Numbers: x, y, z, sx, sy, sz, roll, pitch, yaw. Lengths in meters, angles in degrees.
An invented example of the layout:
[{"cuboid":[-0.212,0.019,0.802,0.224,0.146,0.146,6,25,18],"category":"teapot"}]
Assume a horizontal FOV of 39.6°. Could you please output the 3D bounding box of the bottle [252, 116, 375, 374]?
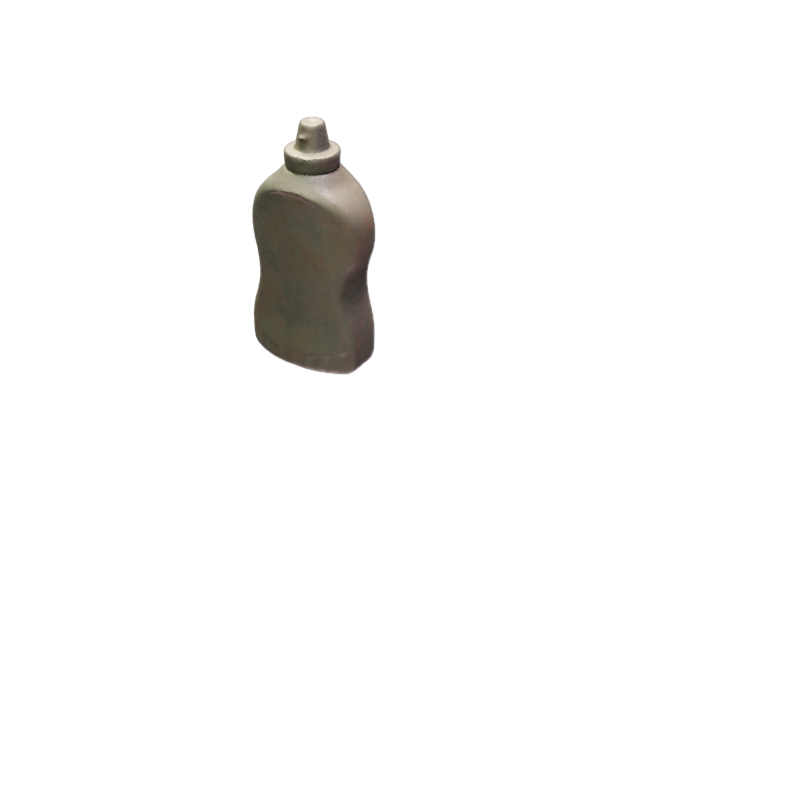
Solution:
[{"cuboid":[-0.065,-0.117,0.822,0.101,0.181,0.059,20,34,29],"category":"bottle"}]
